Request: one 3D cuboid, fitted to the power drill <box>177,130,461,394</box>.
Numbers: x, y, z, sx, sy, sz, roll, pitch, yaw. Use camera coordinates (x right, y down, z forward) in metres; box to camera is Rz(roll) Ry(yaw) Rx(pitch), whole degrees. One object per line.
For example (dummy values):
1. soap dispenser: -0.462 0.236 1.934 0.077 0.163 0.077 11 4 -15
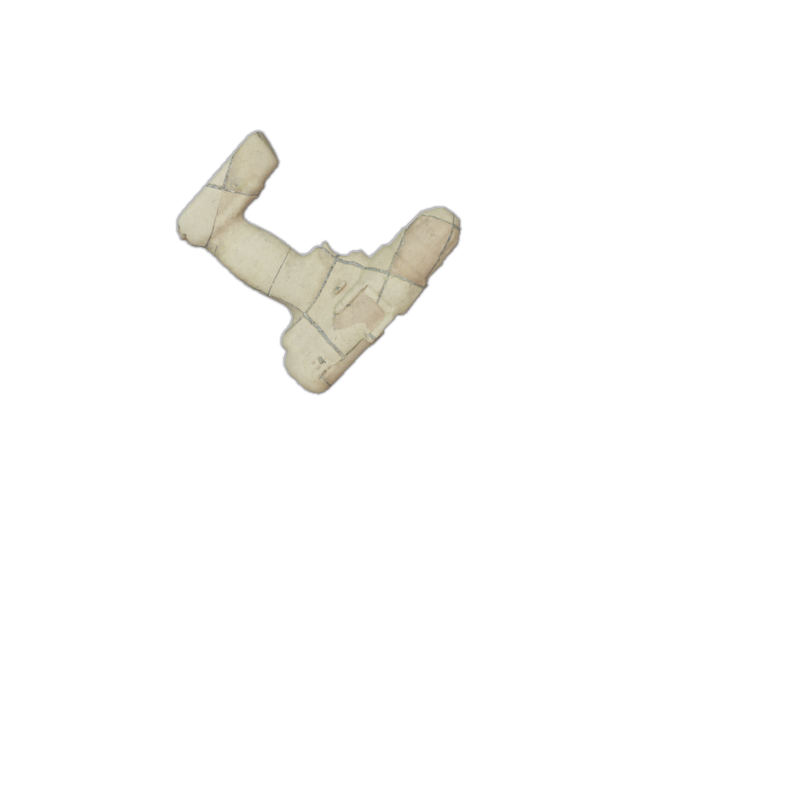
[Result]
1. power drill: -0.070 -0.127 0.888 0.188 0.184 0.057 42 -1 0
